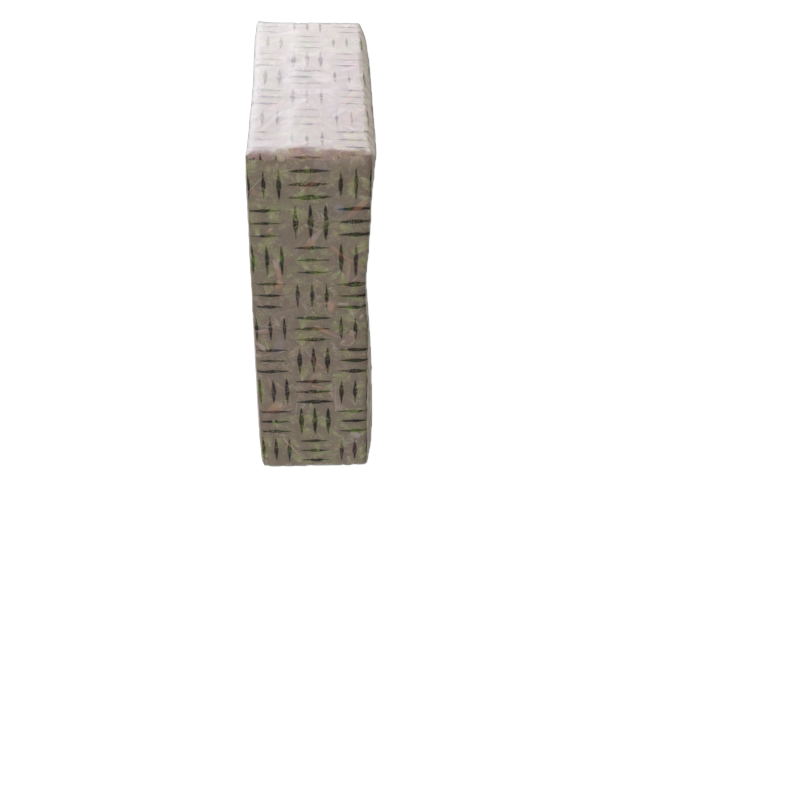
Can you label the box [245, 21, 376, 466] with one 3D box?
[{"bbox_3d":[-0.051,-0.094,0.657,0.071,0.200,0.176,0,38,-4],"label":"box"}]
